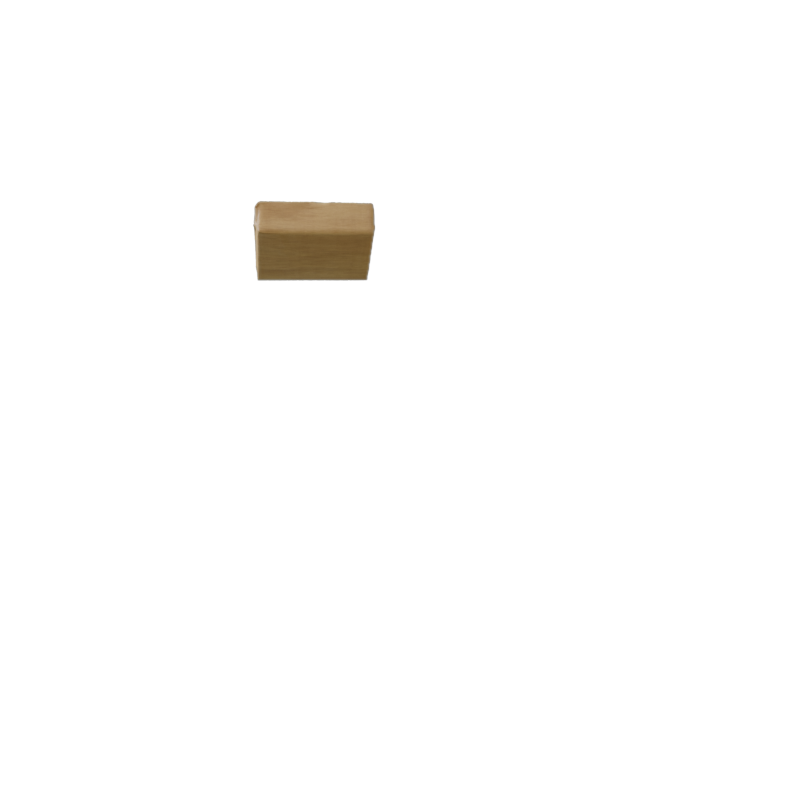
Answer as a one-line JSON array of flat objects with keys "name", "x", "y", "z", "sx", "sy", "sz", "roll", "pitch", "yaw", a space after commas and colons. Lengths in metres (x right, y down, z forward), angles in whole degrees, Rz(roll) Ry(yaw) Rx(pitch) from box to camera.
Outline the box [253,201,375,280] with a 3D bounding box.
[{"name": "box", "x": -0.066, "y": -0.120, "z": 0.842, "sx": 0.089, "sy": 0.032, "sz": 0.069, "roll": 1, "pitch": -26, "yaw": -3}]
